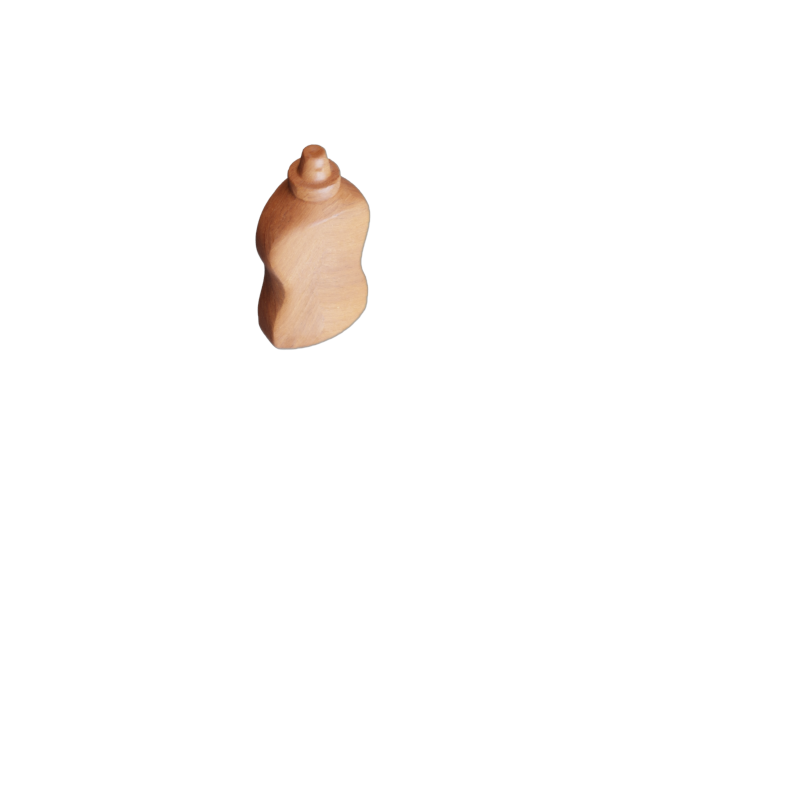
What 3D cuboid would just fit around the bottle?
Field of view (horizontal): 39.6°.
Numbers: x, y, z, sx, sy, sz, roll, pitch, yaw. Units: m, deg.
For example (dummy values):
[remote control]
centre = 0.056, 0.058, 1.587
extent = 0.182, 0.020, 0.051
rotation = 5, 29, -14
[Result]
[bottle]
centre = -0.070, -0.127, 0.894
extent = 0.095, 0.179, 0.063
rotation = -23, 54, -22
